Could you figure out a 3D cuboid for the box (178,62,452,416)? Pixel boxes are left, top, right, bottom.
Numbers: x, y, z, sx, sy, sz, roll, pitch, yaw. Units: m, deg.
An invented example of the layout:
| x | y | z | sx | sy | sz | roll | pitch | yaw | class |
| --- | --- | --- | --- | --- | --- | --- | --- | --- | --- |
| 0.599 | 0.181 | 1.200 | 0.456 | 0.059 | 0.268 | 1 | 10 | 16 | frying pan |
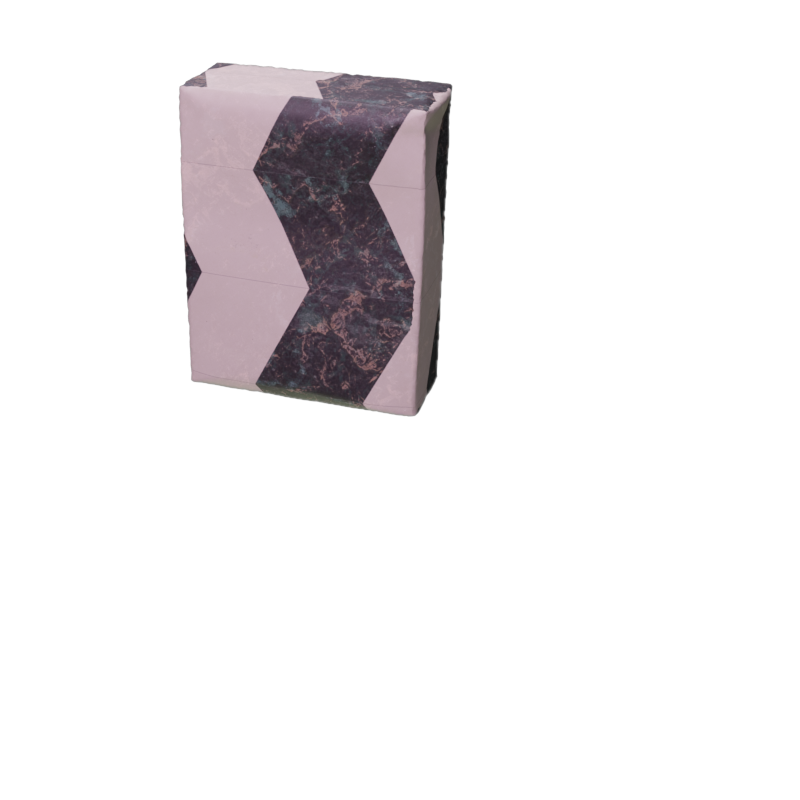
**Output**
| x | y | z | sx | sy | sz | roll | pitch | yaw | class |
| --- | --- | --- | --- | --- | --- | --- | --- | --- | --- |
| -0.057 | -0.104 | 0.730 | 0.168 | 0.203 | 0.074 | 10 | 27 | 16 | box |
